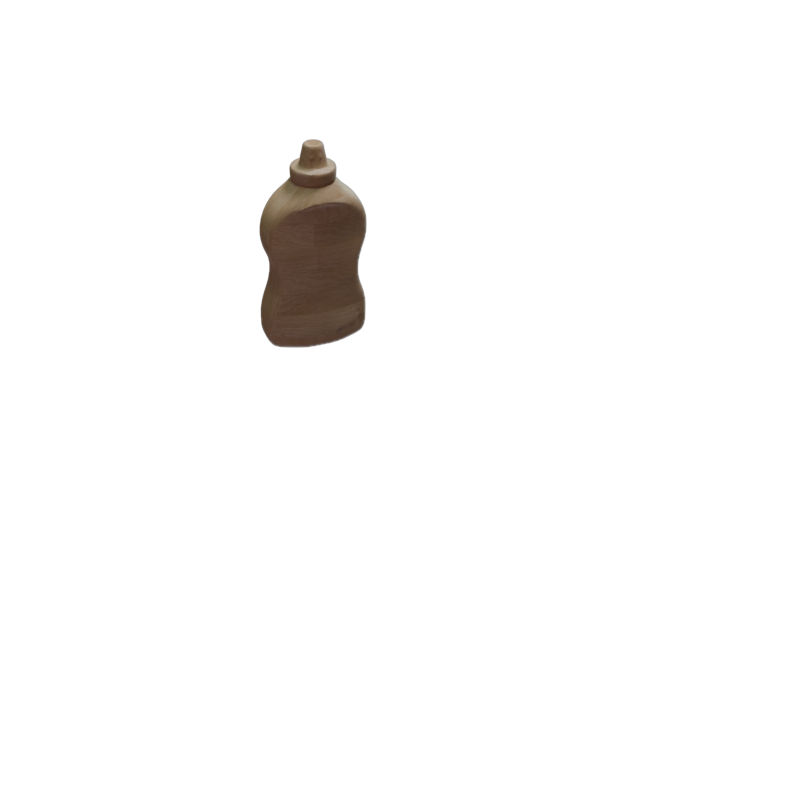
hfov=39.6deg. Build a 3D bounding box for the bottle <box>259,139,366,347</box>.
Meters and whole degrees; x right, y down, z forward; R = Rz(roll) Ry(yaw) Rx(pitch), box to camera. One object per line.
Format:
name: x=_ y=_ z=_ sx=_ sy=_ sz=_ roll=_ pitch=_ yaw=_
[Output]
bottle: x=-0.078 y=-0.142 z=0.993 sx=0.094 sy=0.180 sz=0.063 roll=-9 pitch=33 yaw=-18
